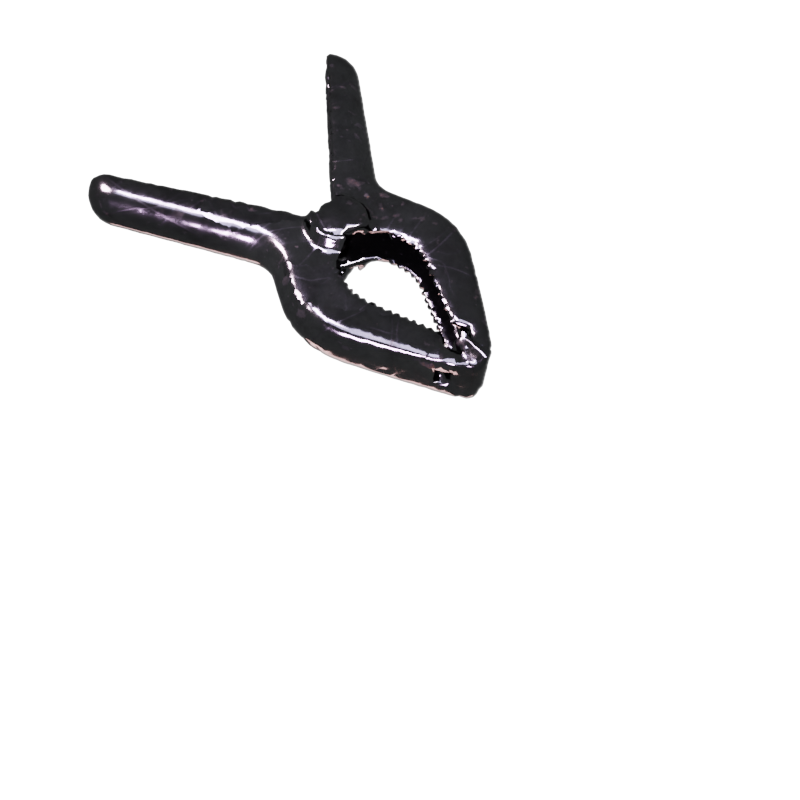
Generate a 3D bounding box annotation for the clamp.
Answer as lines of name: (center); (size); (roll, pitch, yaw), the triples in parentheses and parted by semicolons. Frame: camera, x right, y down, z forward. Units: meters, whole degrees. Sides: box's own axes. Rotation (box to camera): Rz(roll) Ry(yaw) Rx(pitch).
clamp: (-0.042, -0.077, 0.537); (0.164, 0.225, 0.034); (-28, -31, -18)
